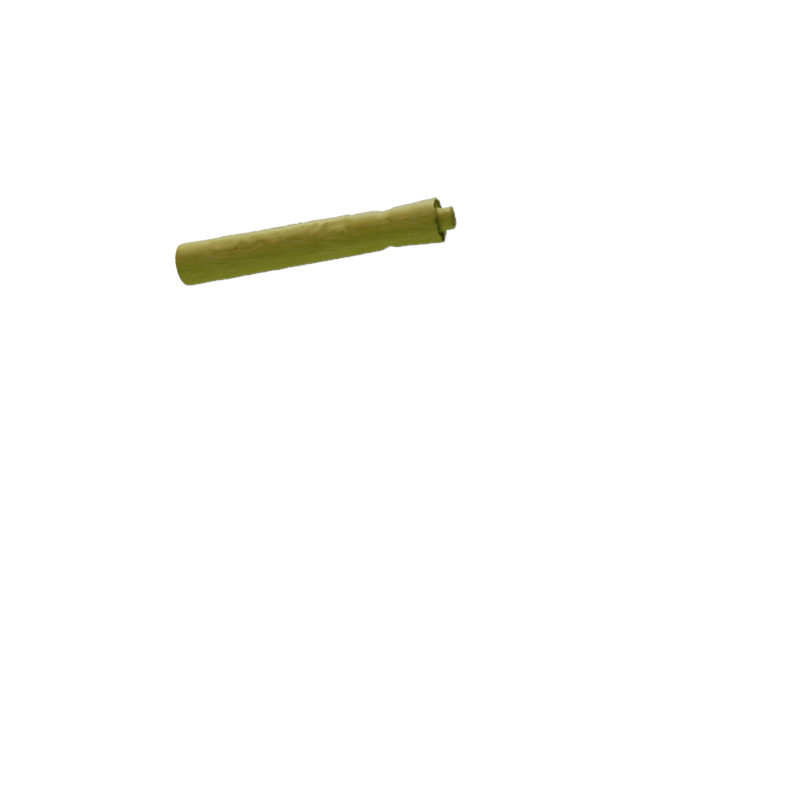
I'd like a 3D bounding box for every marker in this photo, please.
[{"bbox_3d":[-0.036,-0.066,0.465,0.123,0.020,0.019,-7,2,18],"label":"marker"}]
